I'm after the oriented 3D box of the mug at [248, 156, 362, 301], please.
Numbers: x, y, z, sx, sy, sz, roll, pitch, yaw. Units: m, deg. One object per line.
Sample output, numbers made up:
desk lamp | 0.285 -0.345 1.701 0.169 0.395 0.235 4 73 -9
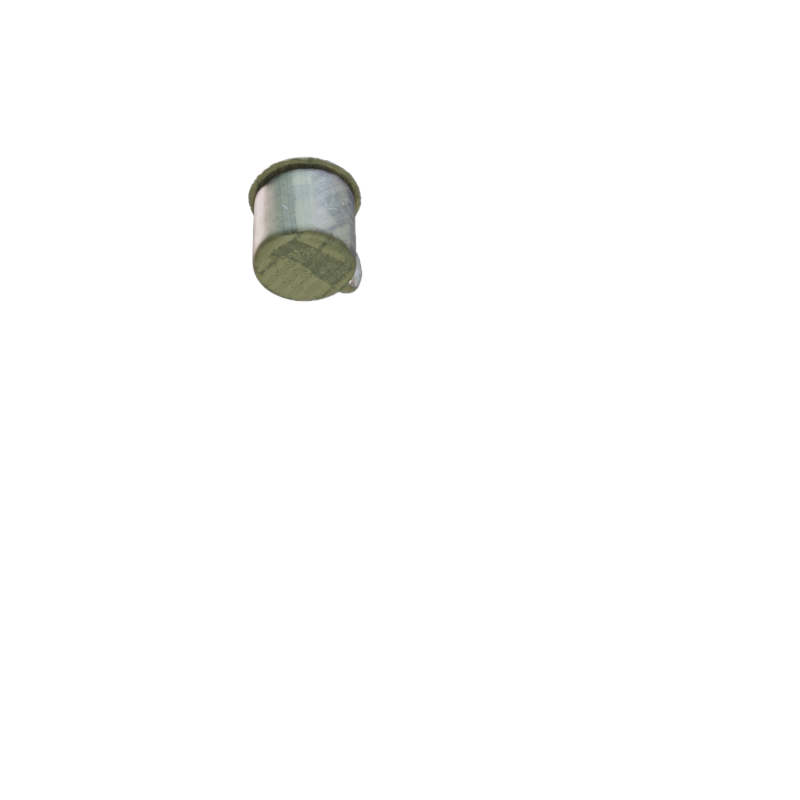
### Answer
mug | -0.070 -0.128 0.894 0.093 0.087 0.109 -25 -46 24
